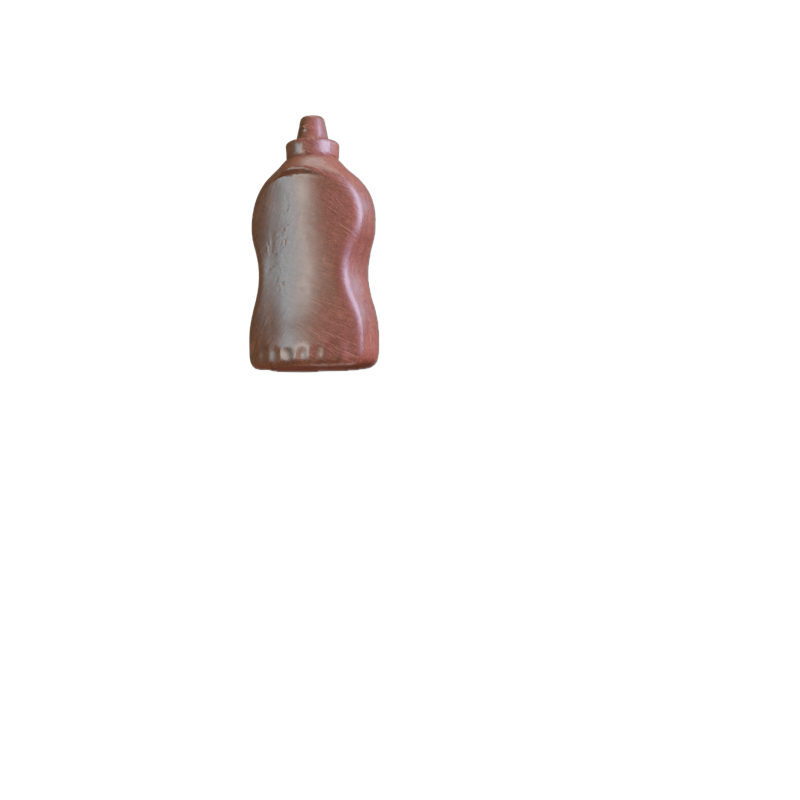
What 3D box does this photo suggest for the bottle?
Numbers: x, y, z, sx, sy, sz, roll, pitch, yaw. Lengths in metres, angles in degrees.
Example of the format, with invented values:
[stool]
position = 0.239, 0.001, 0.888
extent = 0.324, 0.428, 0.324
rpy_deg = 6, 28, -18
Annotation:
[bottle]
position = -0.065, -0.119, 0.830
extent = 0.099, 0.196, 0.055
rpy_deg = -5, -11, 28
